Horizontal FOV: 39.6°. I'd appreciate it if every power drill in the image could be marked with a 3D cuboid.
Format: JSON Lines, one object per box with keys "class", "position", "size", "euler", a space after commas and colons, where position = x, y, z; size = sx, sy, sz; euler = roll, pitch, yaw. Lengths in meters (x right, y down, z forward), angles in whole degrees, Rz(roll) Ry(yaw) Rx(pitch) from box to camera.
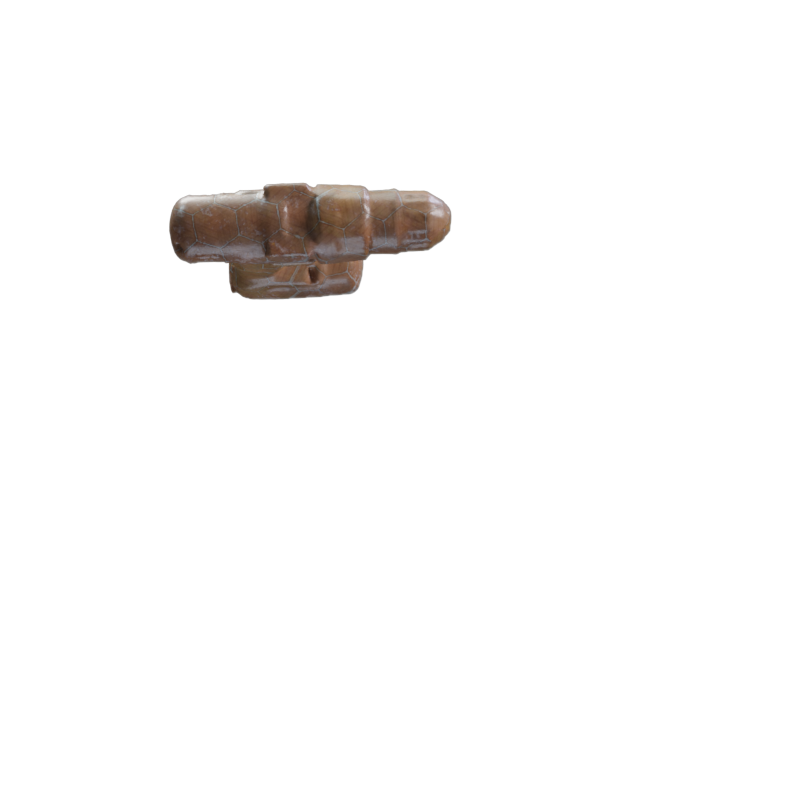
{"class": "power drill", "position": [-0.062, -0.114, 0.795], "size": [0.184, 0.059, 0.184], "euler": [0, -5, -1]}
